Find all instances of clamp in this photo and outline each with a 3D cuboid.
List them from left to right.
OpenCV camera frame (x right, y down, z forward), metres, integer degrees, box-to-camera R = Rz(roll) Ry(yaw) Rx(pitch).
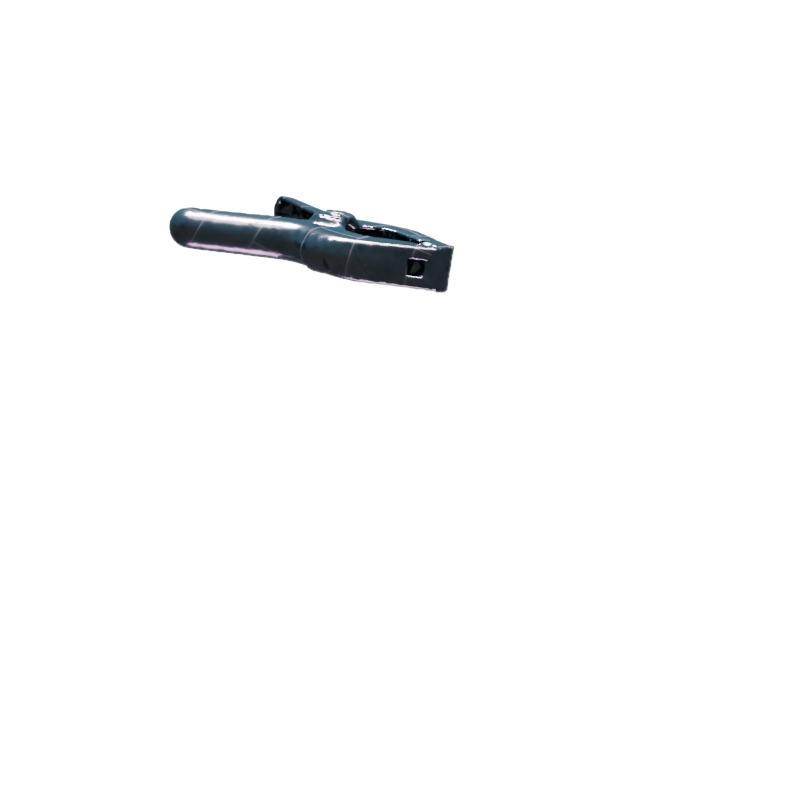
[{"bbox_3d":[-0.053,-0.096,0.673,0.181,0.038,0.118,18,27,39],"label":"clamp"}]
